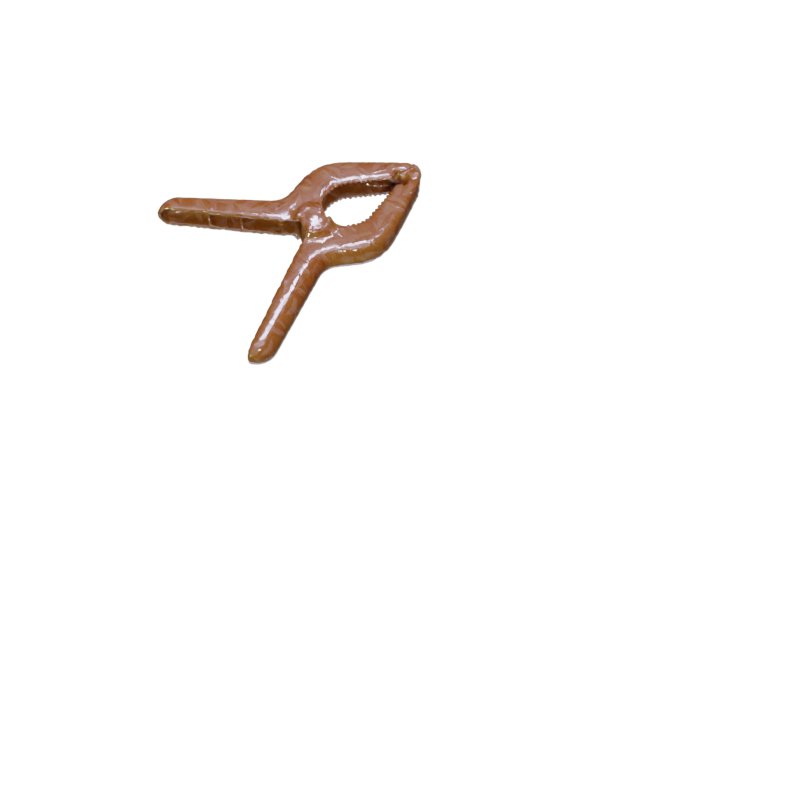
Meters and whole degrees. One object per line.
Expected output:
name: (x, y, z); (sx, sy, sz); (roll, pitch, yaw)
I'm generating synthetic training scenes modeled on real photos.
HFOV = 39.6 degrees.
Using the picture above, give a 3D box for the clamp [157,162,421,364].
clamp: (-0.069, -0.126, 0.885); (0.209, 0.176, 0.034); (-22, -27, -12)
